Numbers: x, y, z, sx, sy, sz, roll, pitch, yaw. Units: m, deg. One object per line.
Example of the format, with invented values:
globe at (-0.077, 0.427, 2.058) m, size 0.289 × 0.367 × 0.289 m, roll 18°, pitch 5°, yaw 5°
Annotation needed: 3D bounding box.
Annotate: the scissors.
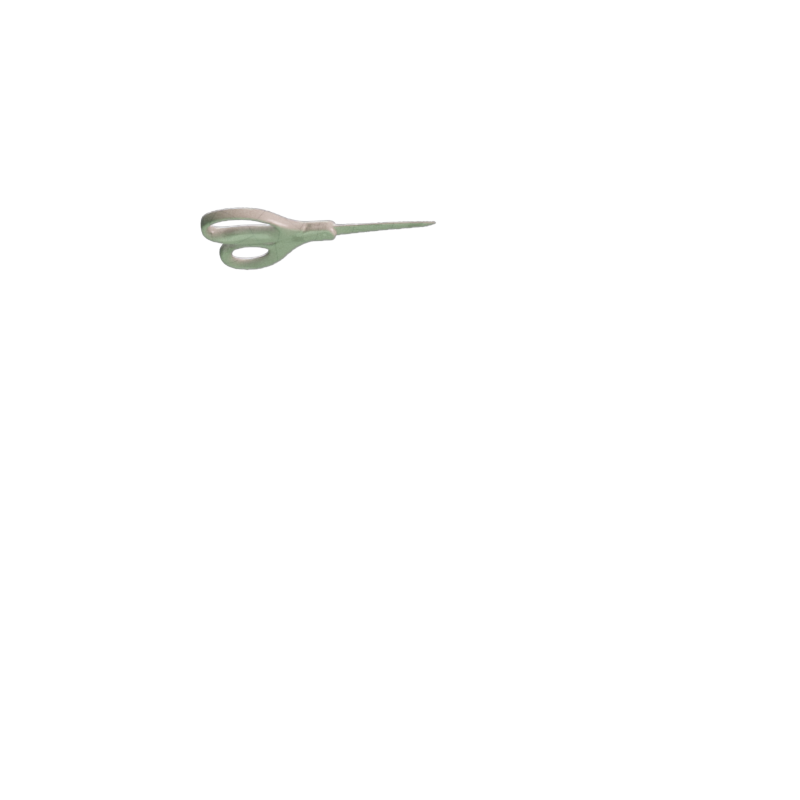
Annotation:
scissors at (-0.077, -0.141, 0.986) m, size 0.199 × 0.017 × 0.092 m, roll 4°, pitch -26°, yaw -8°
